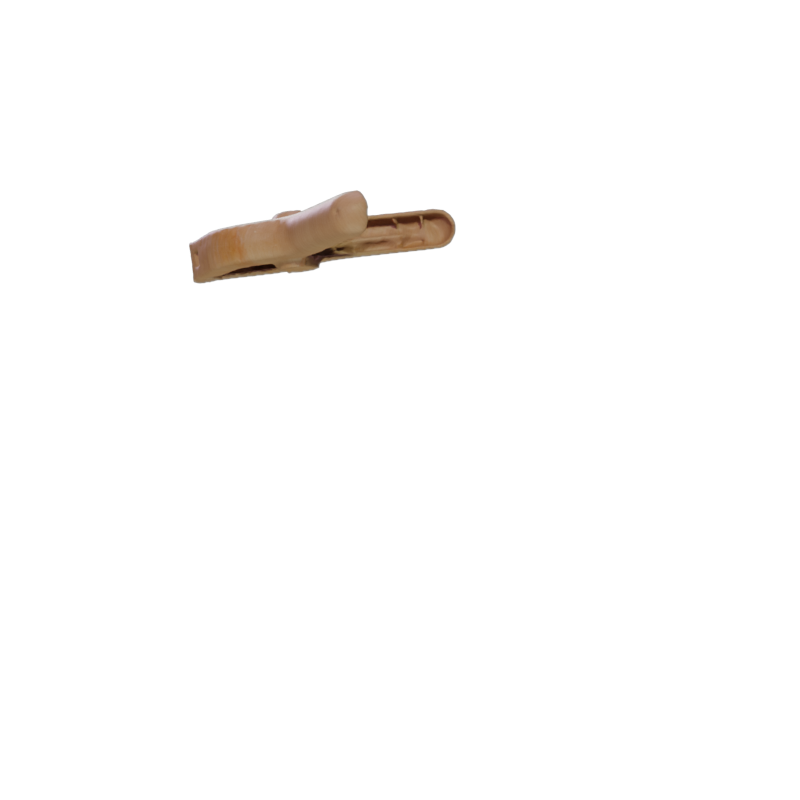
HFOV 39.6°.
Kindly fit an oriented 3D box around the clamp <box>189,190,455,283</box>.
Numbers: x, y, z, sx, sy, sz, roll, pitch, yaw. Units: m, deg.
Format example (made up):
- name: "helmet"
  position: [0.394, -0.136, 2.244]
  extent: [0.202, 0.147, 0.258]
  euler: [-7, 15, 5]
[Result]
- name: "clamp"
  position: [-0.054, -0.099, 0.692]
  extent: [0.176, 0.040, 0.114]
  euler: [-4, -6, 40]
